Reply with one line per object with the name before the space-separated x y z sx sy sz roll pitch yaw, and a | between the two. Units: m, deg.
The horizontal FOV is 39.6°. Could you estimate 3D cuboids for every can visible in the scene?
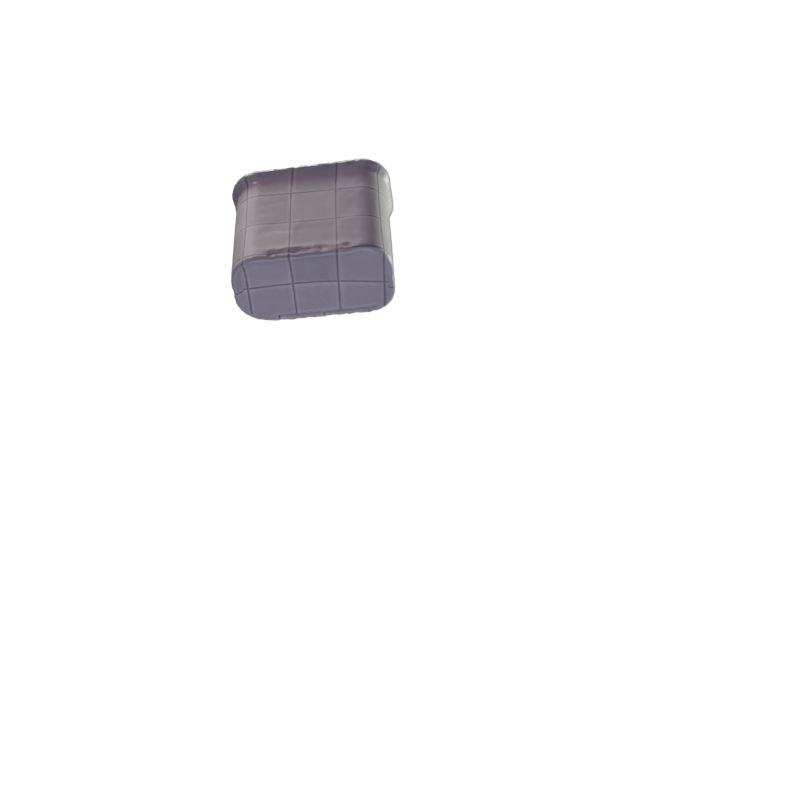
can | -0.054 -0.098 0.684 0.102 0.090 0.053 -6 -45 4
